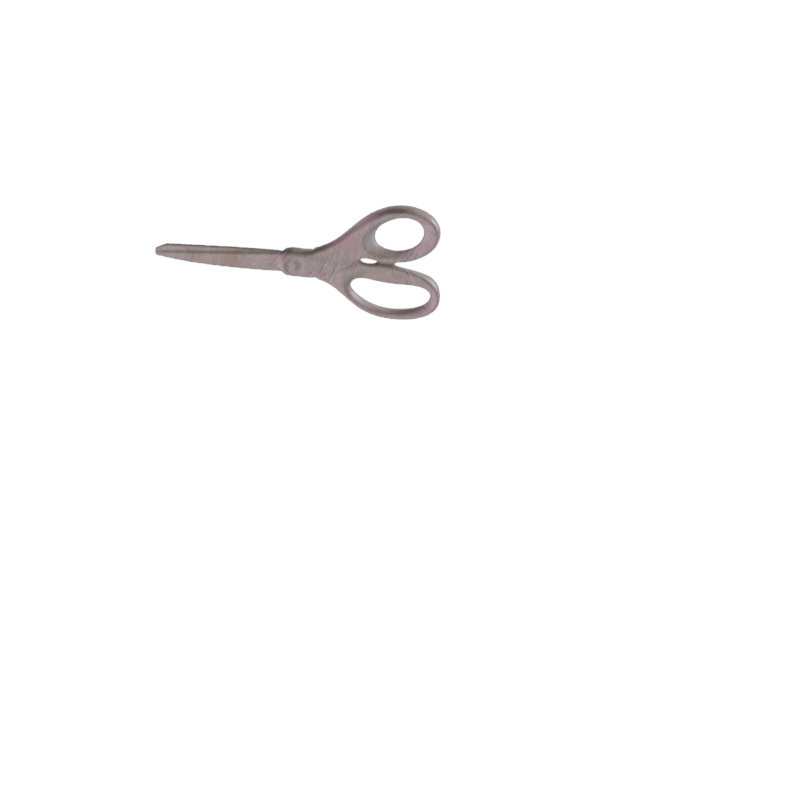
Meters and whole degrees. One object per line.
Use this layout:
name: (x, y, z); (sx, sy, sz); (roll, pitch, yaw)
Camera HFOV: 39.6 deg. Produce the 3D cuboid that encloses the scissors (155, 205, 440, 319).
scissors: (-0.060, -0.110, 0.770); (0.198, 0.092, 0.017); (18, 28, -10)
